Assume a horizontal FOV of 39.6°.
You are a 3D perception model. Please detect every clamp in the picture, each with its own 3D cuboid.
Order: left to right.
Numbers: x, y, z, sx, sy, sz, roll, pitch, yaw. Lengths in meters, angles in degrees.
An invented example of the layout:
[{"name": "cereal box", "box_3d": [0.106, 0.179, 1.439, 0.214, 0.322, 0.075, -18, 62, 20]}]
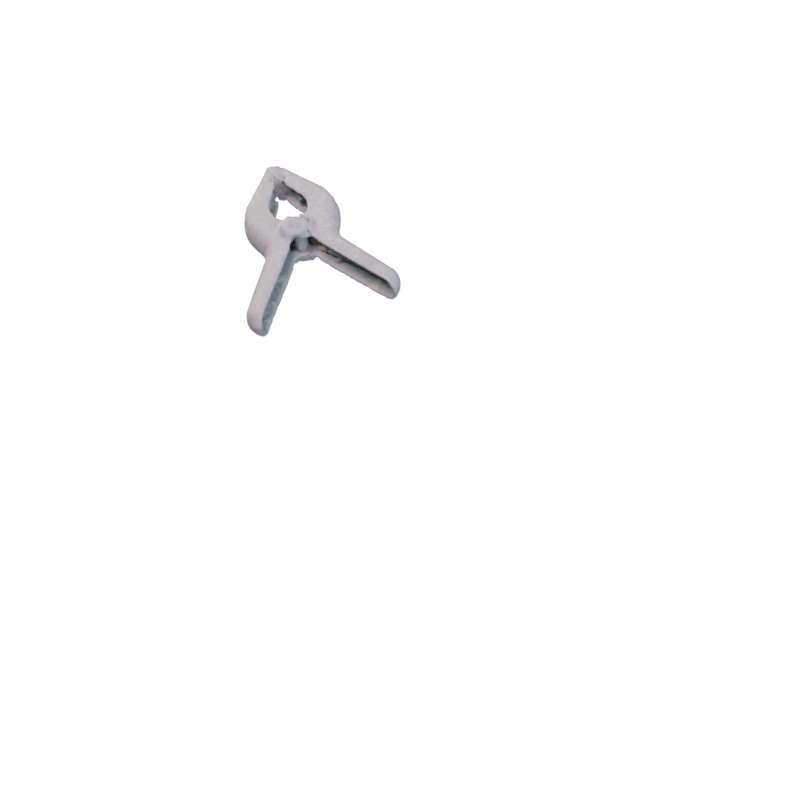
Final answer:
[{"name": "clamp", "box_3d": [-0.070, -0.127, 0.892, 0.119, 0.185, 0.036, -7, -39, -6]}]
